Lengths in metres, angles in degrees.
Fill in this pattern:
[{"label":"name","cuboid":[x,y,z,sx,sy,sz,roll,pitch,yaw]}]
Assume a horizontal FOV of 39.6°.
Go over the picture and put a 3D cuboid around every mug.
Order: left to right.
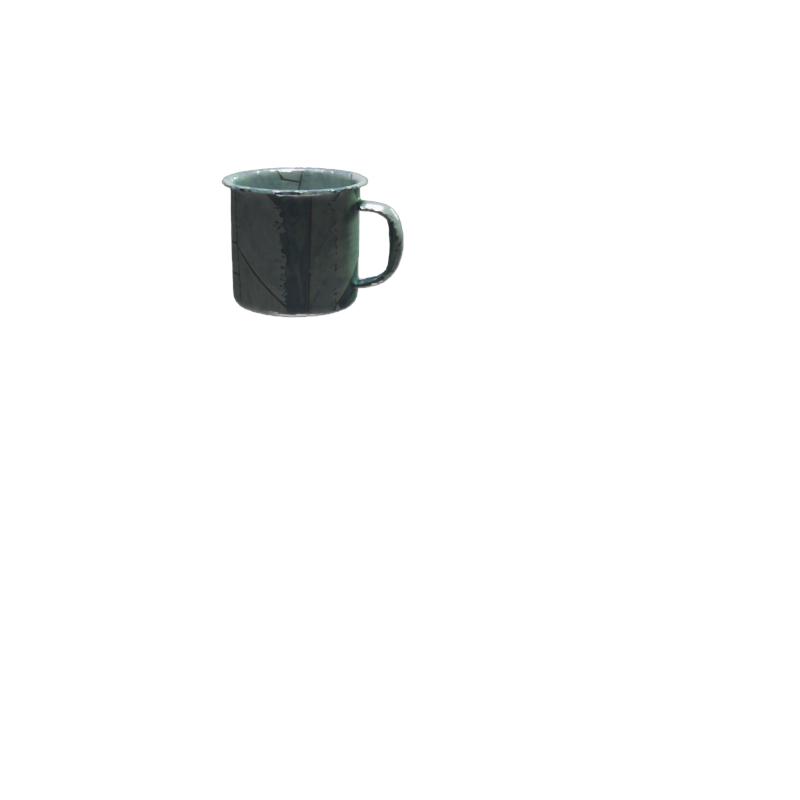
[{"label":"mug","cuboid":[-0.055,-0.101,0.708,0.119,0.079,0.095,4,18,12]}]
